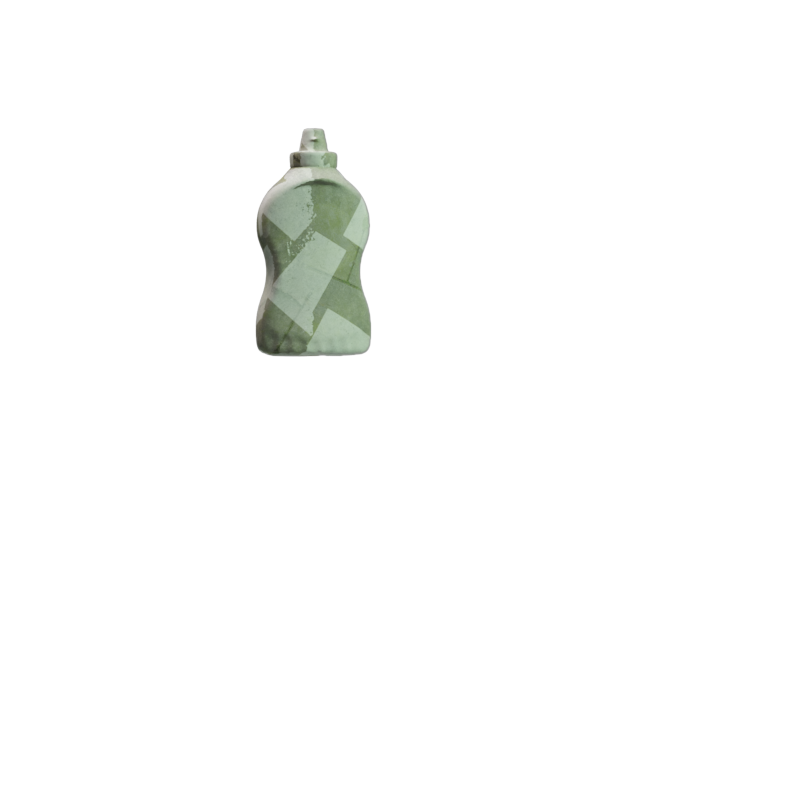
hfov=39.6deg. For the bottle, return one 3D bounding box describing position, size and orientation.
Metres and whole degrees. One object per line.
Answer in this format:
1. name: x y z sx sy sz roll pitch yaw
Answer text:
1. bottle: -0.074 -0.135 0.942 0.095 0.192 0.059 0 -1 -12
